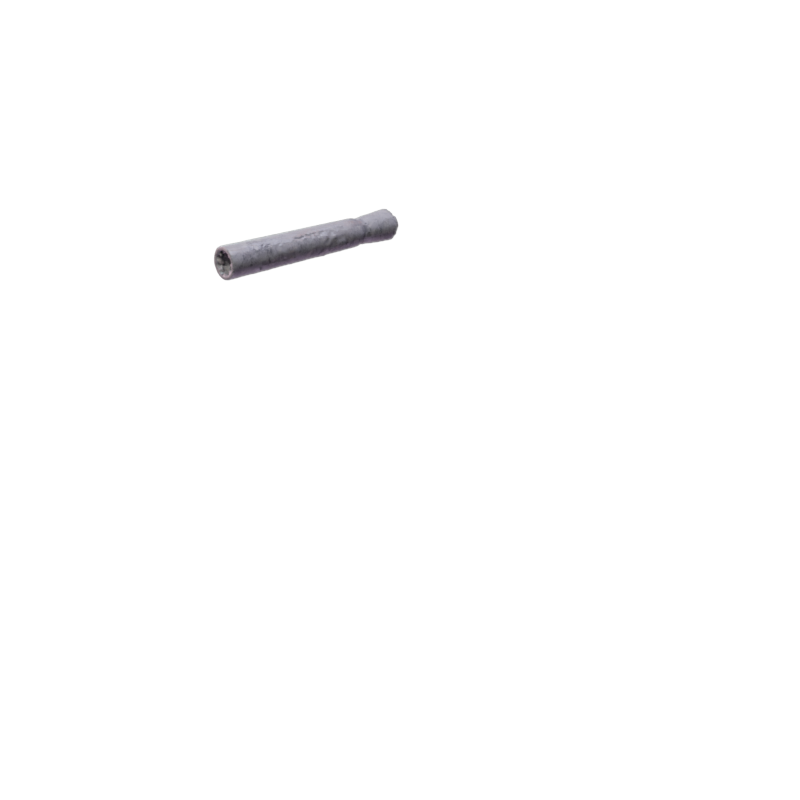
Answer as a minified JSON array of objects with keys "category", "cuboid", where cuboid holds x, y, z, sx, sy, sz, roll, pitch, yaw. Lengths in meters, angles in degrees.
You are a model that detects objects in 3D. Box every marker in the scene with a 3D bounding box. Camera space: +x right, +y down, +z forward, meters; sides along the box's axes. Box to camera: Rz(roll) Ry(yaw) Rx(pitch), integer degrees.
[{"category":"marker","cuboid":[-0.048,-0.088,0.616,0.119,0.019,0.021,-20,16,-37]}]
